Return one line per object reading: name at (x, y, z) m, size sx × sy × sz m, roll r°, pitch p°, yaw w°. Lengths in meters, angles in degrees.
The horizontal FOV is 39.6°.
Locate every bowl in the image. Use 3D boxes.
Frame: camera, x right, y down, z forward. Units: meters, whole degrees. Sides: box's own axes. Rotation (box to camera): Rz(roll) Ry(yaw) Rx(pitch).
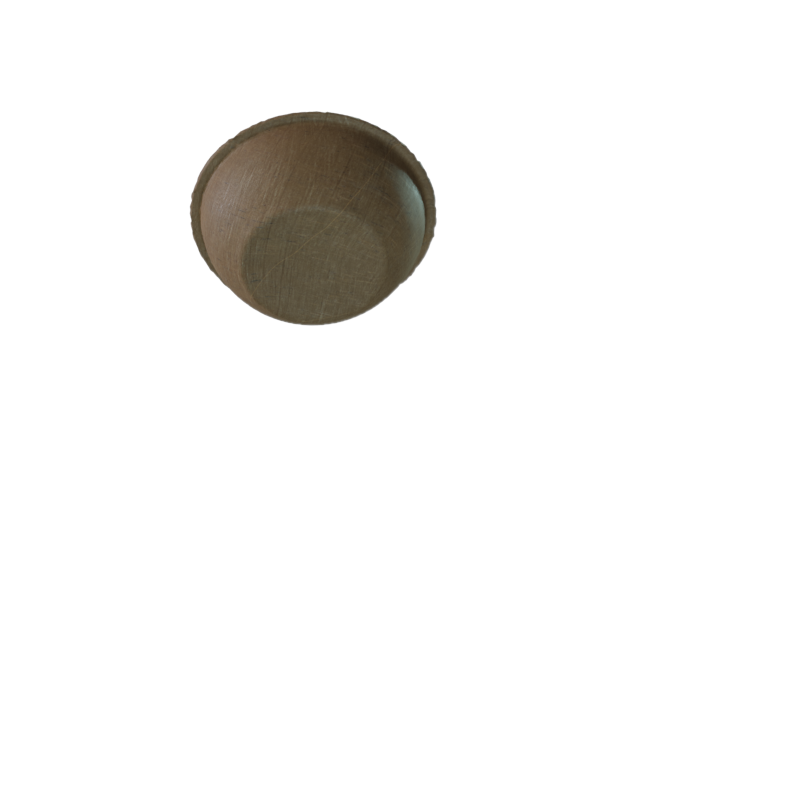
bowl at (-0.055, -0.101, 0.707) m, size 0.162 × 0.151 × 0.059 m, roll 1°, pitch 39°, yaw -1°
